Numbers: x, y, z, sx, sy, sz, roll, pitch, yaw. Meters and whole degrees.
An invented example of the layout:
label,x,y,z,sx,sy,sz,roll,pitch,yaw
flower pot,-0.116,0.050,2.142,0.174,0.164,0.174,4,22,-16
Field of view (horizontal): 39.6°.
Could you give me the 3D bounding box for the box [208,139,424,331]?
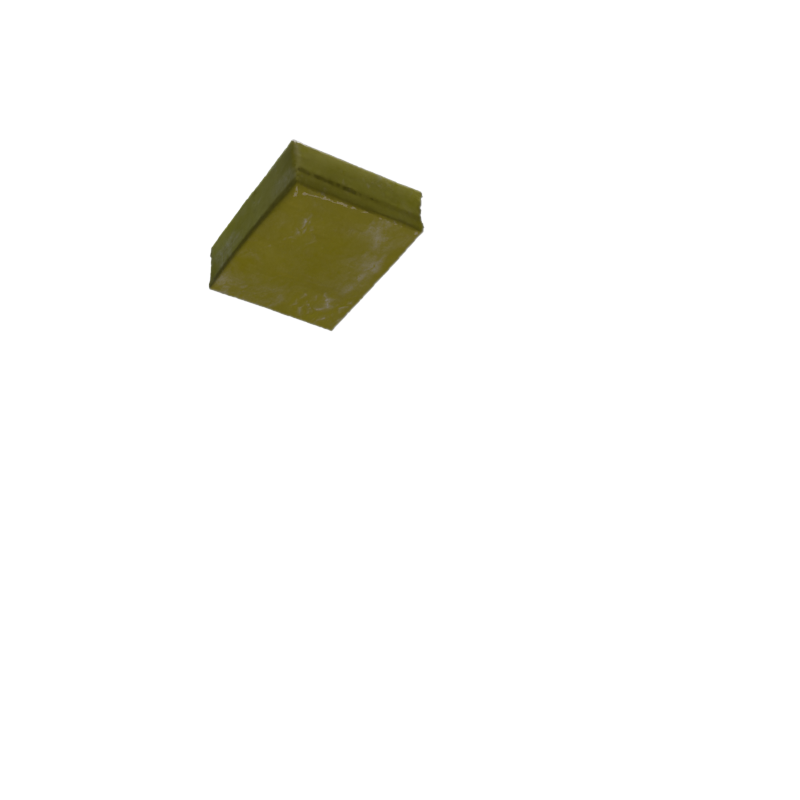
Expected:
label,x,y,z,sx,sy,sz,roll,pitch,yaw
box,-0.053,-0.096,0.672,0.086,0.042,0.111,19,-40,-26
